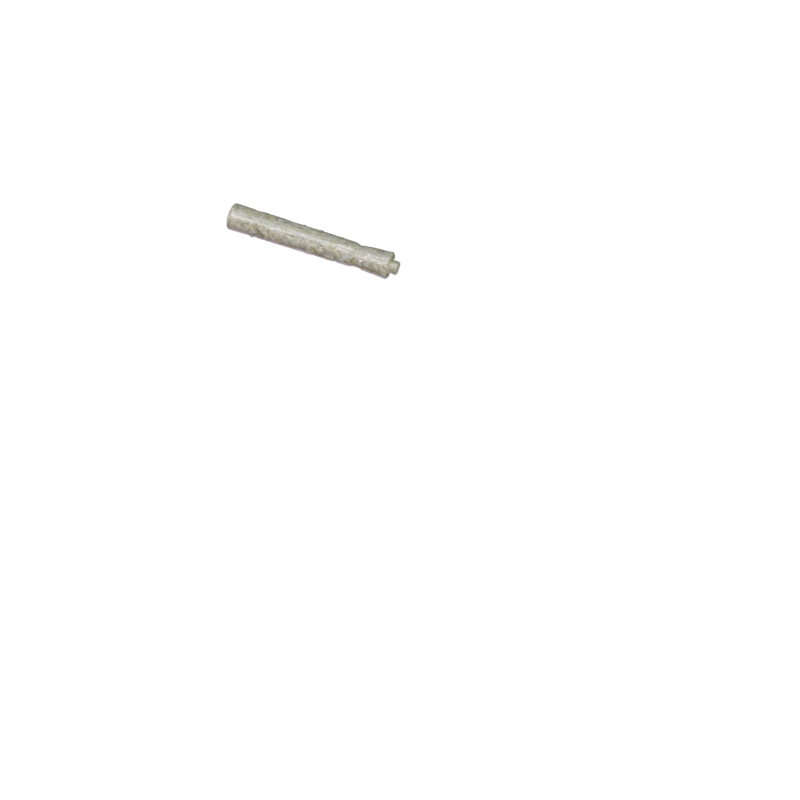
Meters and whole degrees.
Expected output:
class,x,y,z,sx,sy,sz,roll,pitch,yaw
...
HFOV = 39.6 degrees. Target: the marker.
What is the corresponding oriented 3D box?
class,x,y,z,sx,sy,sz,roll,pitch,yaw
marker,-0.058,-0.106,0.745,0.124,0.020,0.019,19,8,13
